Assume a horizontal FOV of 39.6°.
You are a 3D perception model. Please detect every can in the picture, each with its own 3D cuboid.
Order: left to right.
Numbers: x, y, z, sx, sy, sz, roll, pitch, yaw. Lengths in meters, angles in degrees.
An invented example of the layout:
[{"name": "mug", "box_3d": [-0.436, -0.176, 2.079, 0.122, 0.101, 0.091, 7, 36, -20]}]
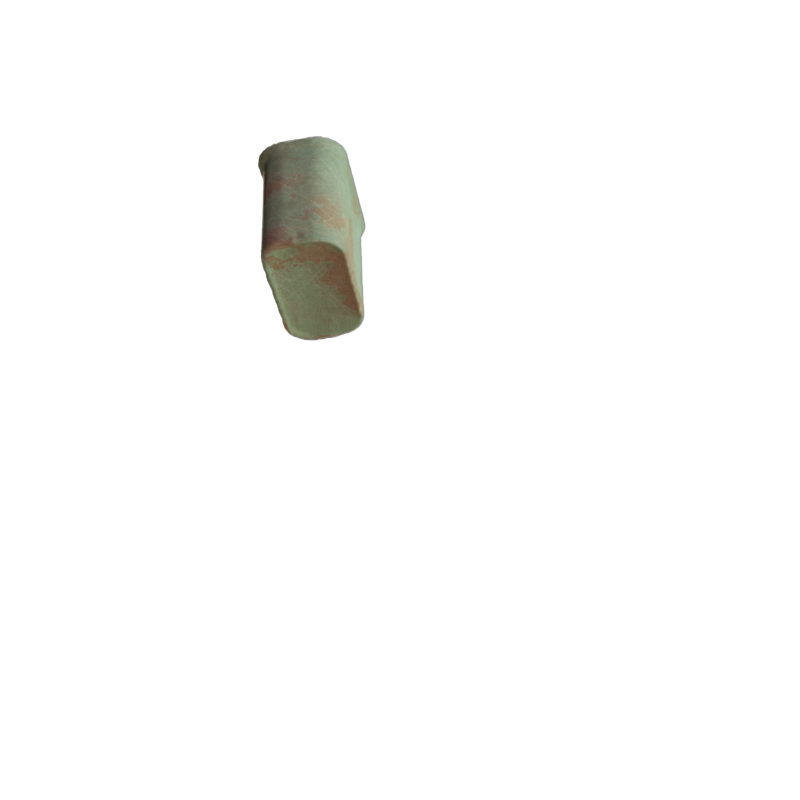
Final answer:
[{"name": "can", "box_3d": [-0.055, -0.100, 0.697, 0.058, 0.090, 0.094, -8, -38, 6]}]
